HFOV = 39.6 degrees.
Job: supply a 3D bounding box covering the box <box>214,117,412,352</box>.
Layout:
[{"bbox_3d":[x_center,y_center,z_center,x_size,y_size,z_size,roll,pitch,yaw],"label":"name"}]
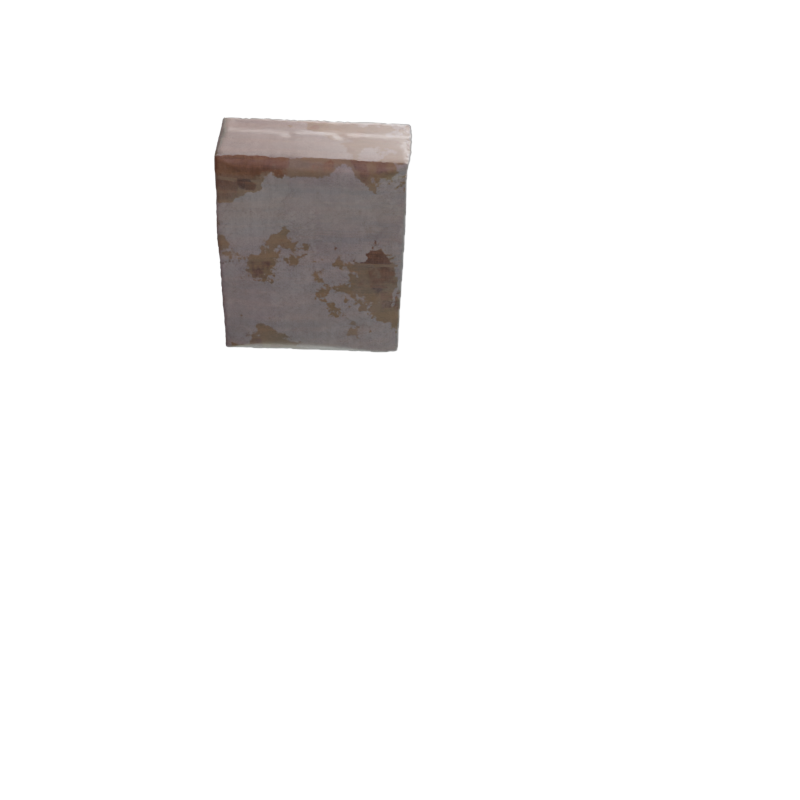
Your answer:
[{"bbox_3d":[-0.077,-0.141,0.987,0.165,0.199,0.077,3,41,1],"label":"box"}]
